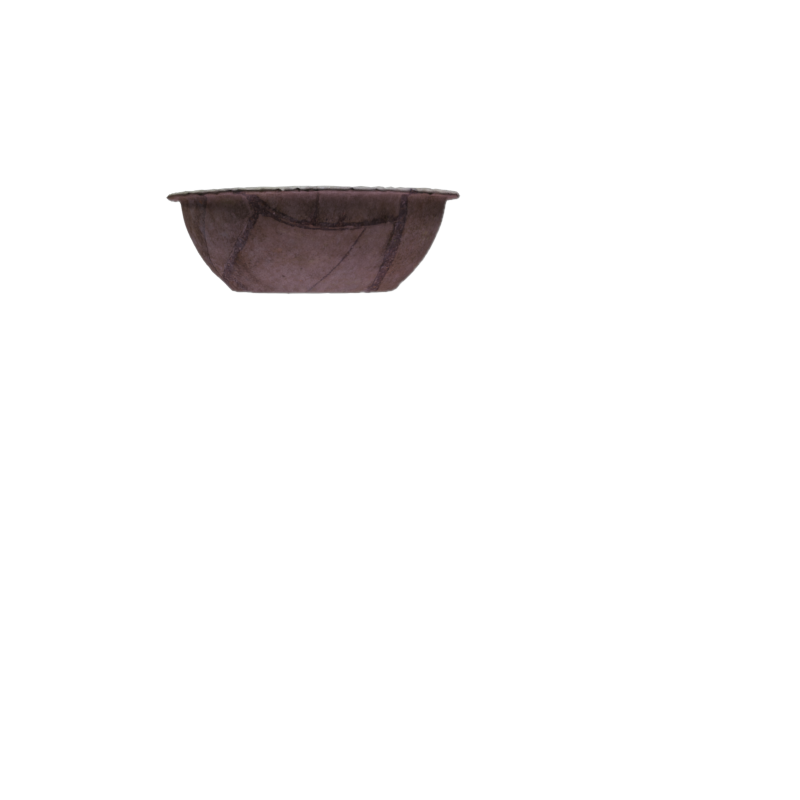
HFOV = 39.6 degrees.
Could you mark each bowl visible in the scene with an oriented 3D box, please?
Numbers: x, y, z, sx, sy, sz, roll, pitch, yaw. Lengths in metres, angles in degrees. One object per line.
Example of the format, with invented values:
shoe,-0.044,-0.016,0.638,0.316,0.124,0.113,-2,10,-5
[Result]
bowl,-0.048,-0.088,0.617,0.162,0.055,0.164,0,7,-2
